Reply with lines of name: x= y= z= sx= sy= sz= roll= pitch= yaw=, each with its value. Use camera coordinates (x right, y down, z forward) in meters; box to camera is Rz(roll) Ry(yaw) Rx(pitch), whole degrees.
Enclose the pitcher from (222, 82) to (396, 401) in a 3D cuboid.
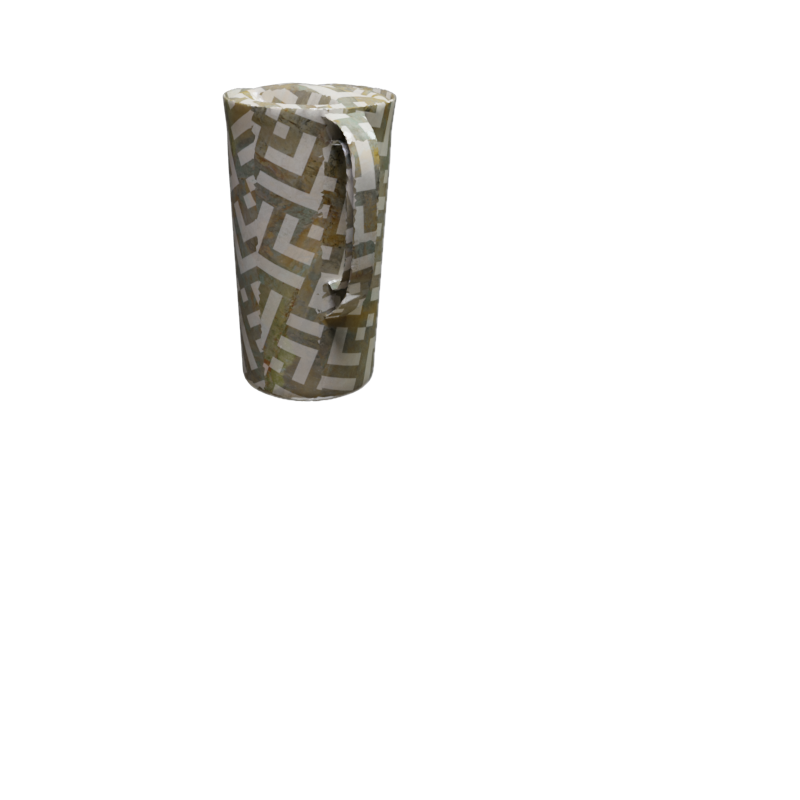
pitcher: x=-0.068 y=-0.124 z=0.870 sx=0.149 sy=0.234 sz=0.151 roll=7 pitch=19 yaw=17
